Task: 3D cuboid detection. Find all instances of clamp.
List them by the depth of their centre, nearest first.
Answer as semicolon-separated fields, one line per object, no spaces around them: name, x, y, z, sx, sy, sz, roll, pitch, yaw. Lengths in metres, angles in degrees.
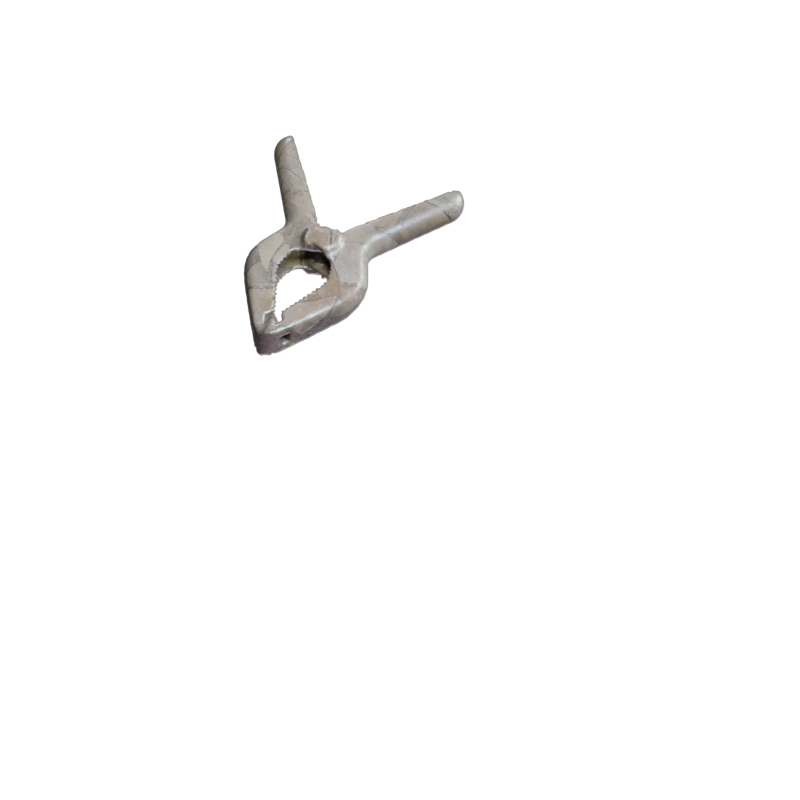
clamp;-0.067;-0.122;0.858;0.171;0.216;0.034;24;-35;18
